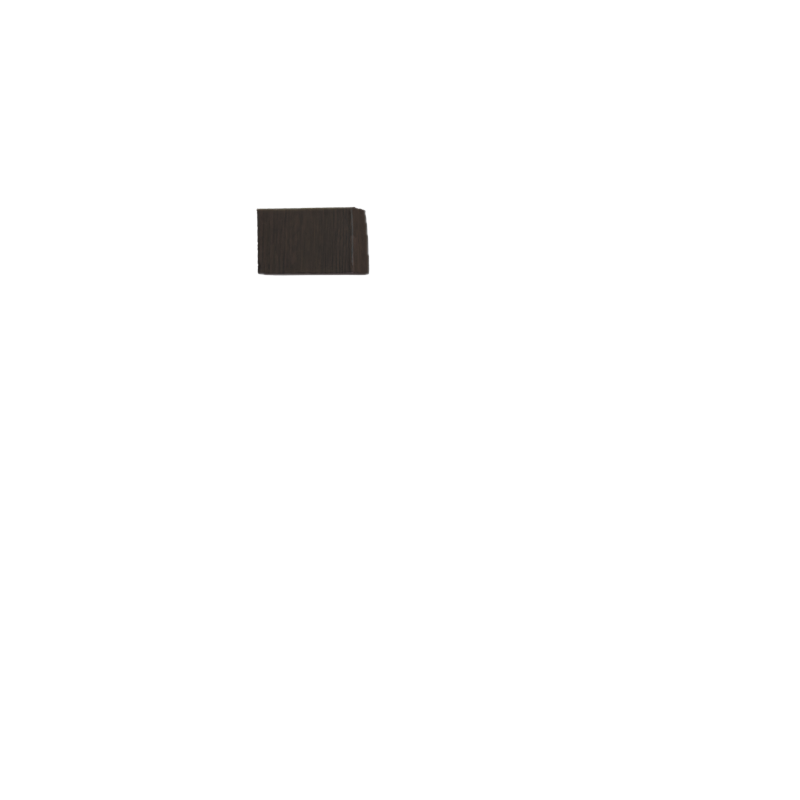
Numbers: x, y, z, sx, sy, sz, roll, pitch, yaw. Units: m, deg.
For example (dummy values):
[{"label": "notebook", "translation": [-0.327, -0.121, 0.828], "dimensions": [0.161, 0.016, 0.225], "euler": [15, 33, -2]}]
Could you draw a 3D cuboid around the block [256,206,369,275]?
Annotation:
[{"label": "block", "translation": [-0.067, -0.122, 0.855], "dimensions": [0.079, 0.051, 0.052], "euler": [1, 2, 13]}]
